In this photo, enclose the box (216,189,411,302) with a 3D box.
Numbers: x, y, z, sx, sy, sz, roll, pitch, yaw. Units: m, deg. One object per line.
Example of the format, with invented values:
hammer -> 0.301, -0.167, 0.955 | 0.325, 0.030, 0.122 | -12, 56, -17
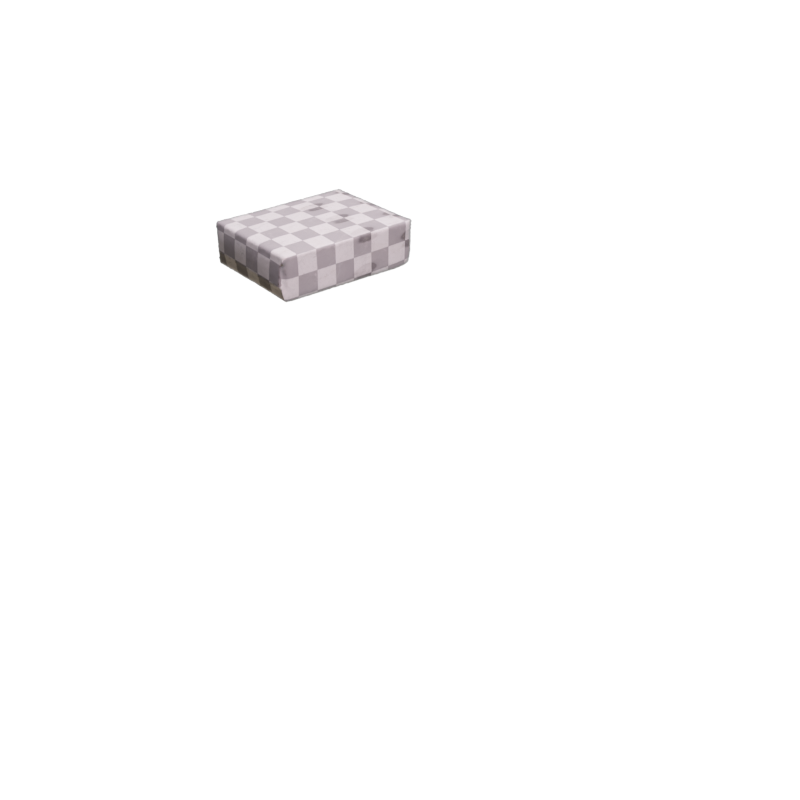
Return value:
box -> -0.062, -0.114, 0.799 | 0.112, 0.037, 0.096 | -19, 33, -32
